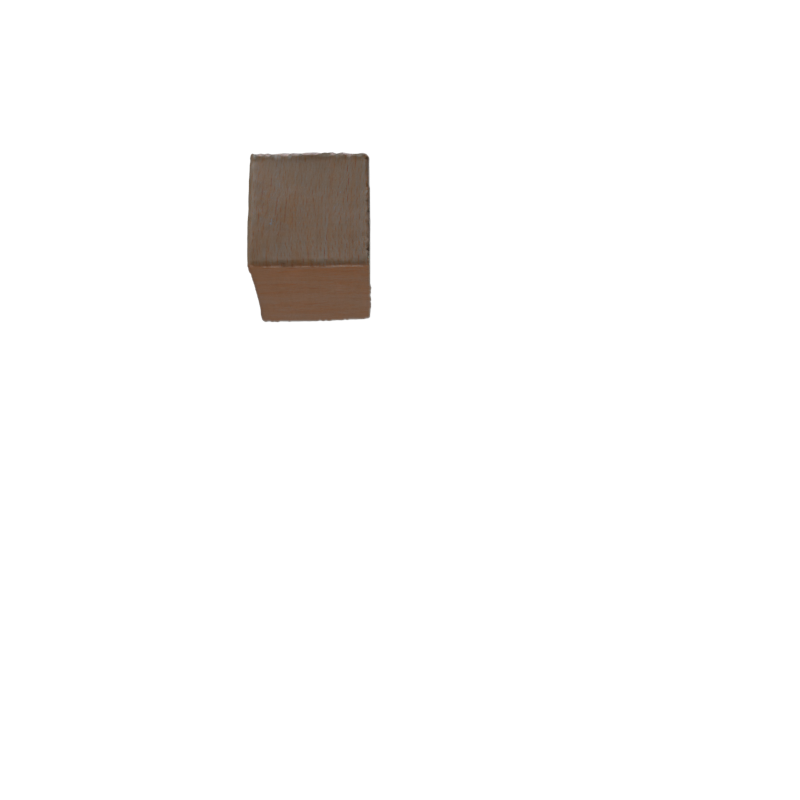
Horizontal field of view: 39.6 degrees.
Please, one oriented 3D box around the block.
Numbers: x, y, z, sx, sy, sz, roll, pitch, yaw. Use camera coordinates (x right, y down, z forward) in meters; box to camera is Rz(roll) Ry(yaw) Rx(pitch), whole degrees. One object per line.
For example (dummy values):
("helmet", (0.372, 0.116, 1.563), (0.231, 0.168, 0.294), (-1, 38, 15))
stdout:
("block", (-0.039, -0.071, 0.495), (0.053, 0.054, 0.075), (0, -16, -1))
